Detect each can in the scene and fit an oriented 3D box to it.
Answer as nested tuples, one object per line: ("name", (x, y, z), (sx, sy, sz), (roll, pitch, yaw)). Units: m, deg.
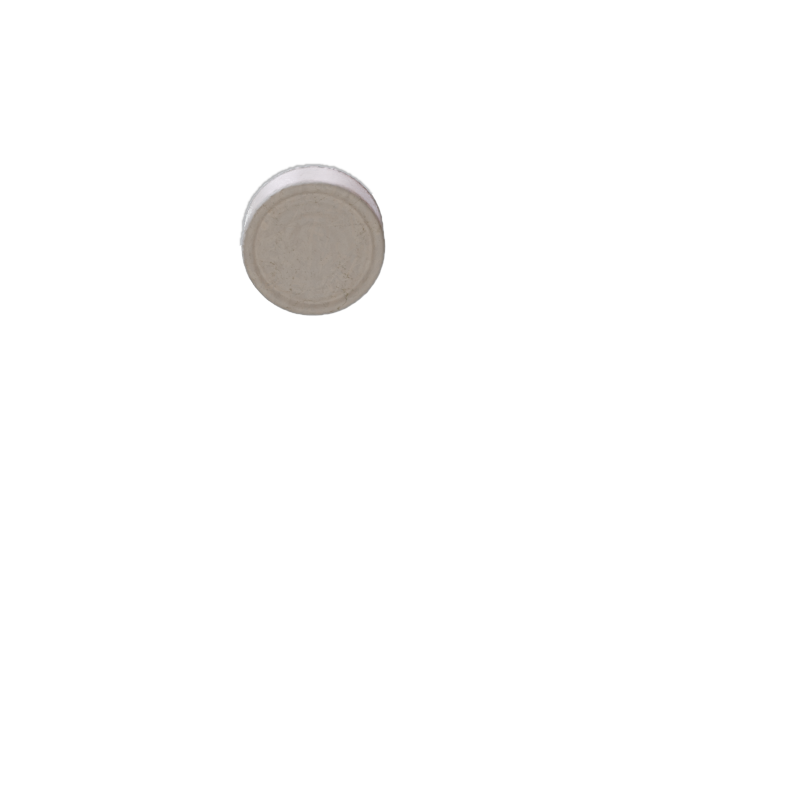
("can", (-0.052, -0.094, 0.659), (0.086, 0.082, 0.035), (0, 21, -1))
